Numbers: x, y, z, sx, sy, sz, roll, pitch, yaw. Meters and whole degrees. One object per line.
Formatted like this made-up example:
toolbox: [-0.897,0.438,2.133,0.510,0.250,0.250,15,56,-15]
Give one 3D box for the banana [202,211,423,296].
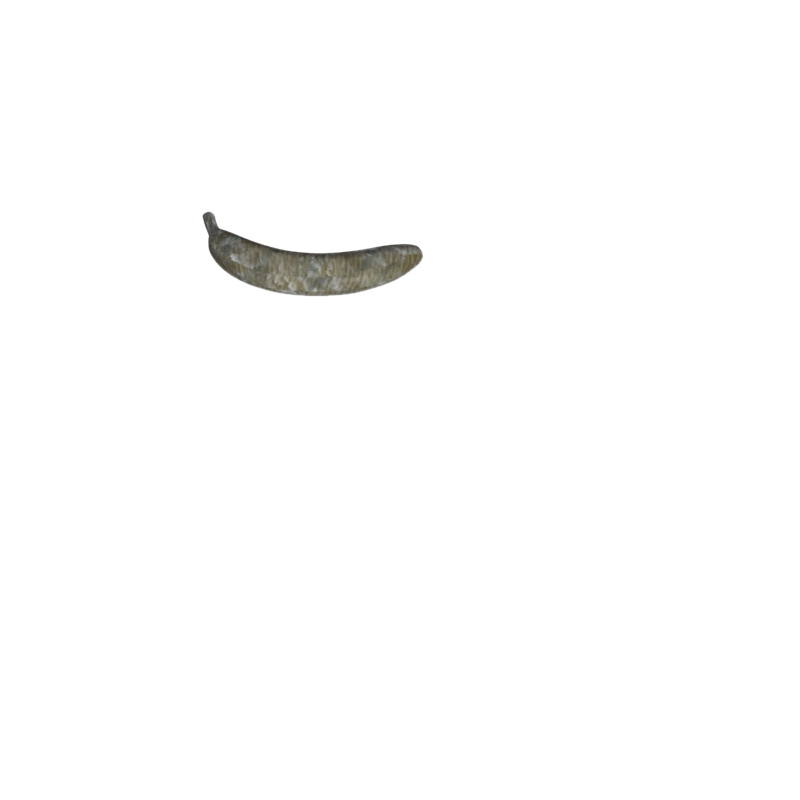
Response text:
banana: [-0.082,-0.121,0.951,0.200,0.073,0.035,11,-25,5]
